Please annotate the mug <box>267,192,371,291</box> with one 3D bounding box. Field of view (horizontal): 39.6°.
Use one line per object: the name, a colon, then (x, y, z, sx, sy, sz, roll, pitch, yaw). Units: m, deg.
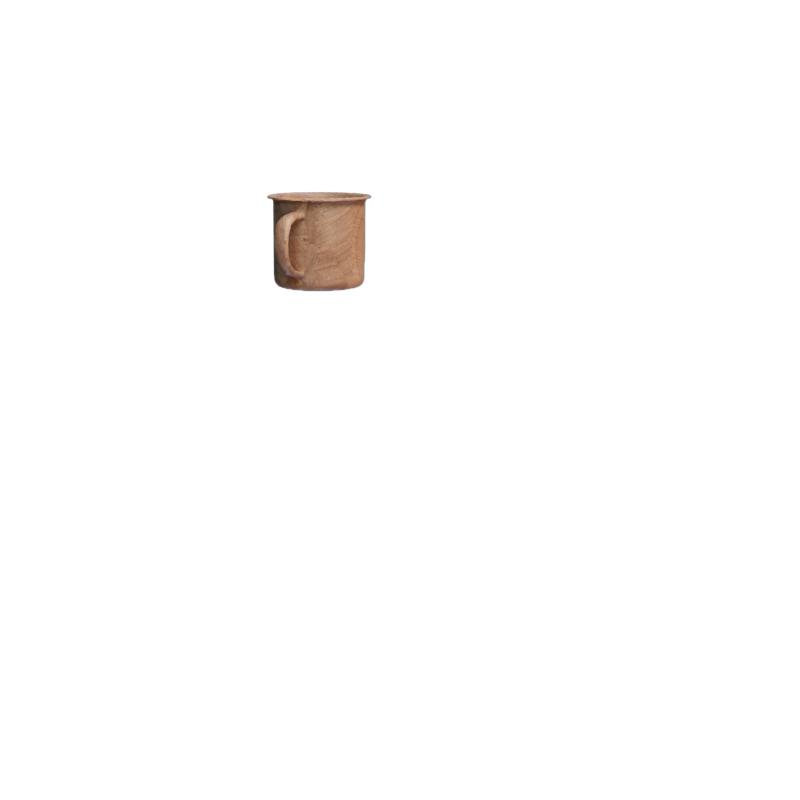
mug: (-0.077, -0.140, 0.979, 0.096, 0.080, 0.116, 5, 12, 23)
